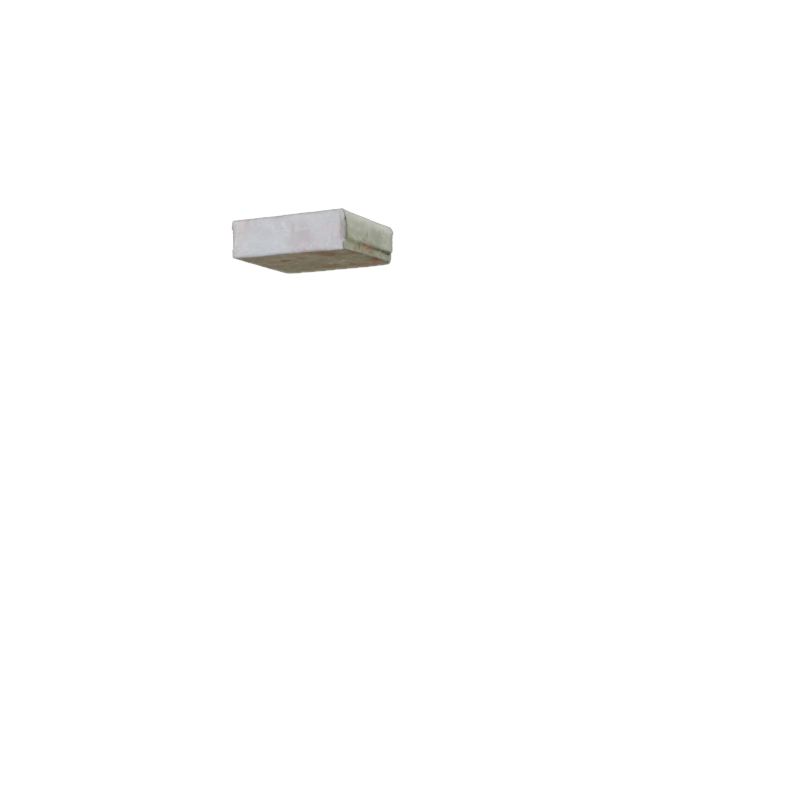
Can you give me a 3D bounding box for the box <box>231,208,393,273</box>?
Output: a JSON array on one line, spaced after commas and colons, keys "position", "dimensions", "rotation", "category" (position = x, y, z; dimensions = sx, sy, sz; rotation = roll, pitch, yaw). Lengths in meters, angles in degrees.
[{"position": [-0.060, -0.109, 0.766], "dimensions": [0.092, 0.031, 0.070], "rotation": [-2, -5, 28], "category": "box"}]
